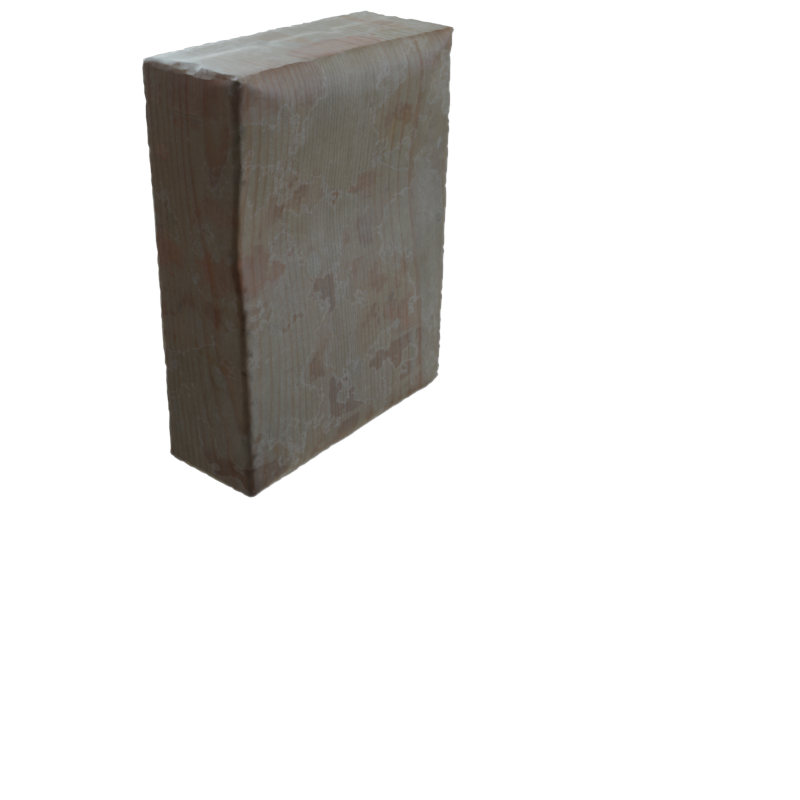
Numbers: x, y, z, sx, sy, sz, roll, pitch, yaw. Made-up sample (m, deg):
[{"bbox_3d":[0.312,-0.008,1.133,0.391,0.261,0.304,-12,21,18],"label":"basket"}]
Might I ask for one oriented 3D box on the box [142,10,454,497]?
[{"bbox_3d":[-0.045,-0.083,0.580,0.076,0.203,0.163,19,31,34],"label":"box"}]
